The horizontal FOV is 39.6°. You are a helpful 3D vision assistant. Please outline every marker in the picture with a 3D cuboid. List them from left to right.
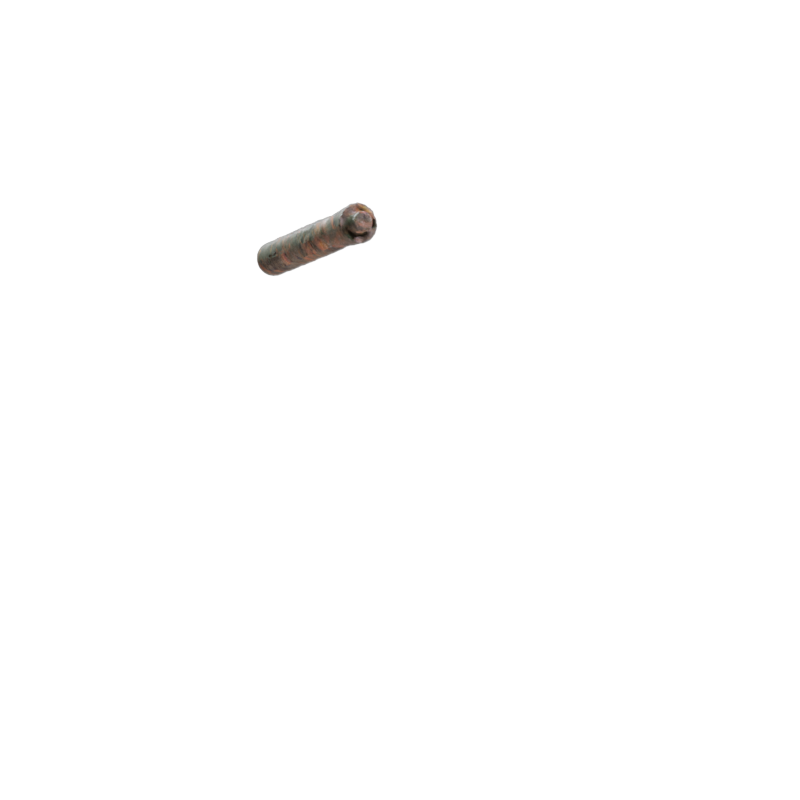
[{"bbox_3d":[-0.043,-0.079,0.552,0.019,0.020,0.123,-2,-1,-26],"label":"marker"}]
